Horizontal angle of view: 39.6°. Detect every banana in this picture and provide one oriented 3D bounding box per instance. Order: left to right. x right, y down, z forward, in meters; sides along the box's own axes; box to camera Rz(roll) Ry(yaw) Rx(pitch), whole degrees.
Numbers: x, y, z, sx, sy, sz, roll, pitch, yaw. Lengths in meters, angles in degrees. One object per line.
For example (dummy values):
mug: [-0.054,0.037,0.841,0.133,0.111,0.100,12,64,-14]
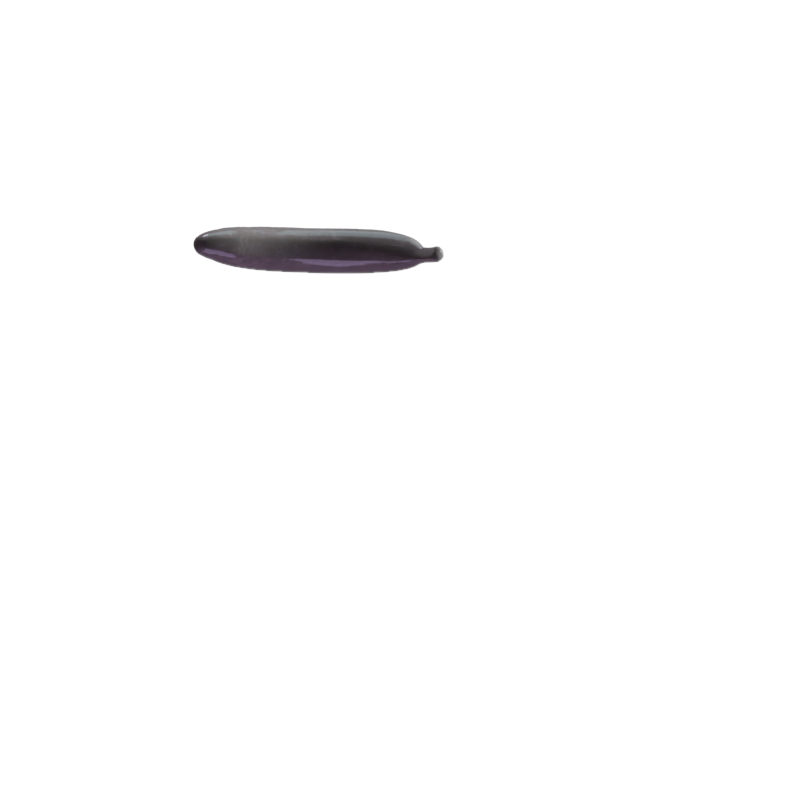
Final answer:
banana: [-0.068,-0.125,0.906,0.197,0.038,0.068,0,-7,-2]
